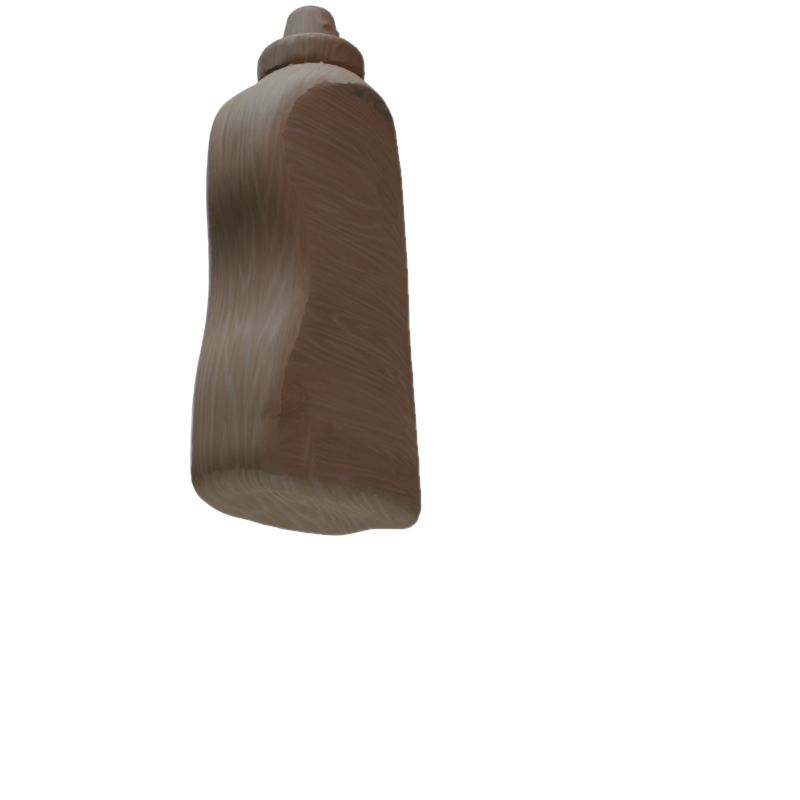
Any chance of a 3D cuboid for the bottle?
[{"bbox_3d":[-0.031,-0.056,0.391,0.059,0.202,0.090,-14,-25,28],"label":"bottle"}]
